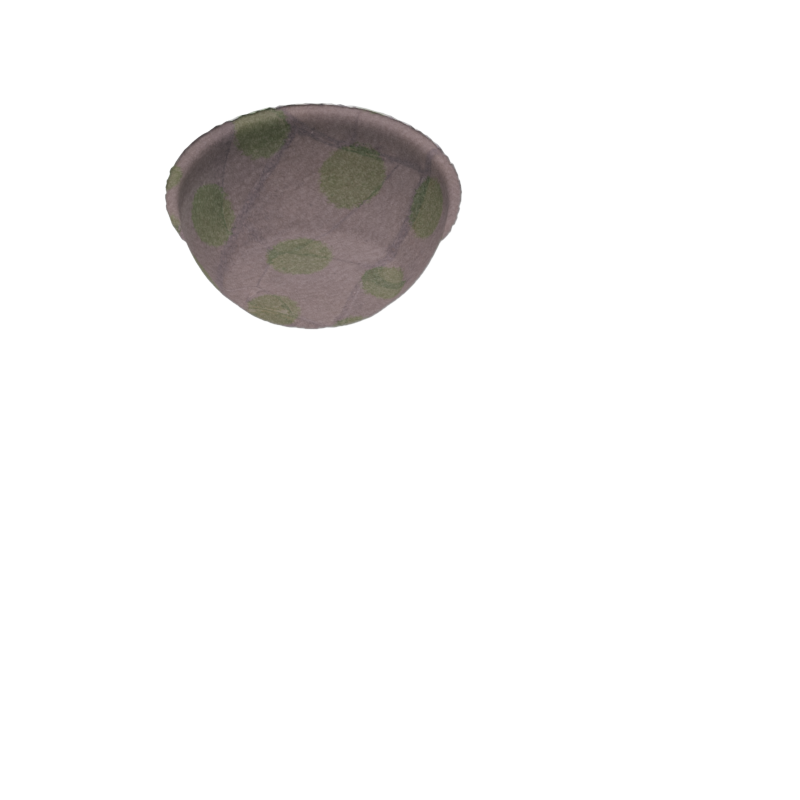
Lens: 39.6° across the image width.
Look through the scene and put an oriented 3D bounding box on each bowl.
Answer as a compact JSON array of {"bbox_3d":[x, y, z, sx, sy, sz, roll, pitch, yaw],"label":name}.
[{"bbox_3d":[-0.046,-0.084,0.592,0.162,0.059,0.152,1,-31,-2],"label":"bowl"}]
